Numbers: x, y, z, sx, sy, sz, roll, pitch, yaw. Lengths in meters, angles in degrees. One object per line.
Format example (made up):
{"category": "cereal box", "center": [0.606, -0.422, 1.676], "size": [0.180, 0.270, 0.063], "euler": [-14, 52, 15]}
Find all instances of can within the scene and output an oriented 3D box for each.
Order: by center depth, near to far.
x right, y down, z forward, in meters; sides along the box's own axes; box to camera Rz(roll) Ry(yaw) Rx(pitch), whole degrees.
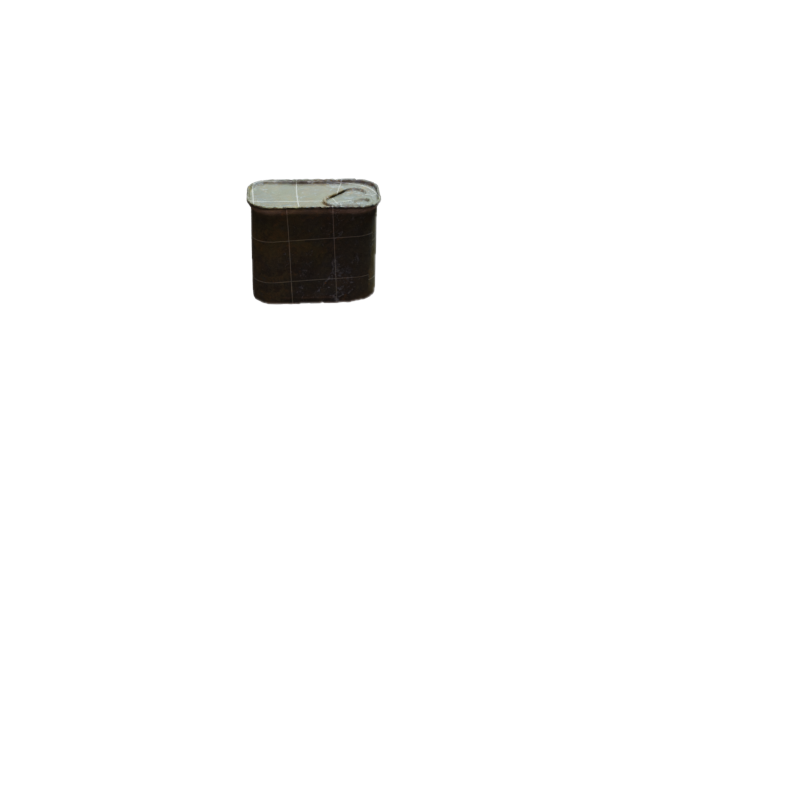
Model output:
{"category": "can", "center": [-0.067, -0.123, 0.862], "size": [0.101, 0.079, 0.061], "euler": [-1, 28, -4]}
